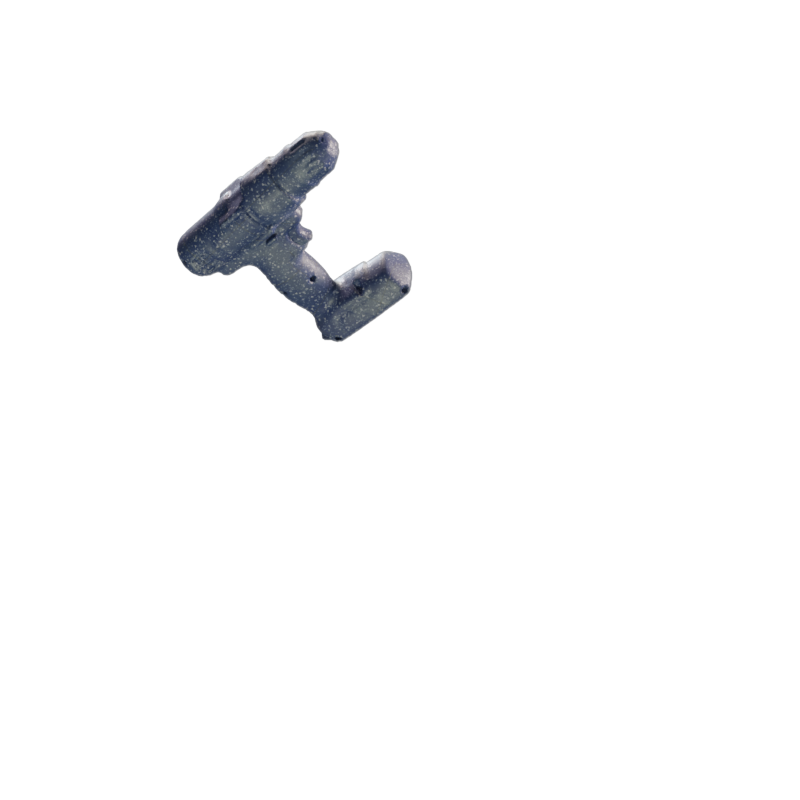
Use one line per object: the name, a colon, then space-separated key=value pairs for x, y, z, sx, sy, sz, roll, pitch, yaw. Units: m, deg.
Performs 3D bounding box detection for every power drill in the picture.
power drill: x=-0.078 y=-0.142 z=0.994 sx=0.183 sy=0.062 sz=0.176 roll=-34 pitch=-54 yaw=30
